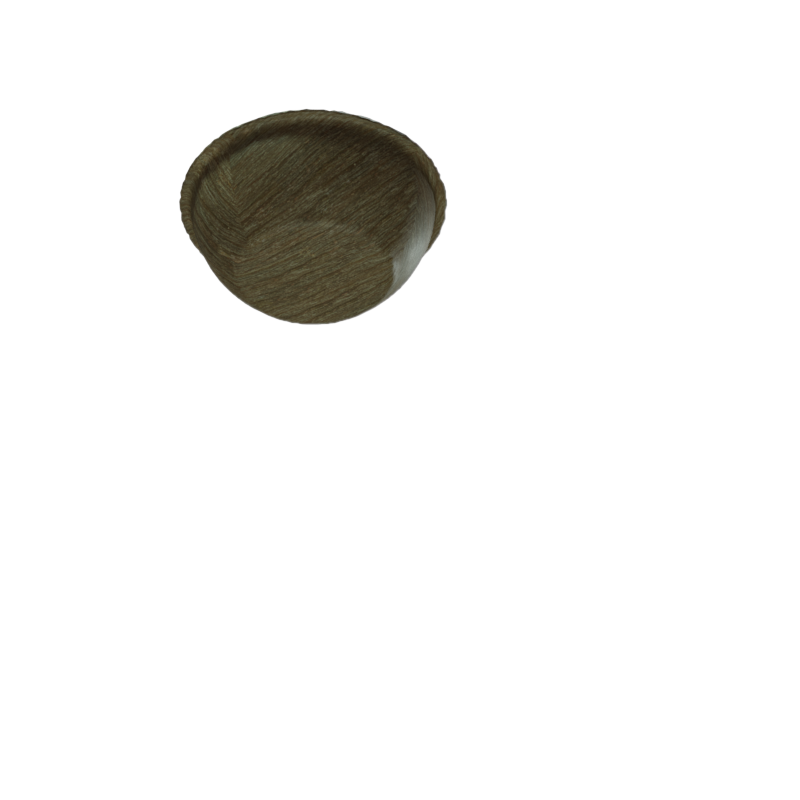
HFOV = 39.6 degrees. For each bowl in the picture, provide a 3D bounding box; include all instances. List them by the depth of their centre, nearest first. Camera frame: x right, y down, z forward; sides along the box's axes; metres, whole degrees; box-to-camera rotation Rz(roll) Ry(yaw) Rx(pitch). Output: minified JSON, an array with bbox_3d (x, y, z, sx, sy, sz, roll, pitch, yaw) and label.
[{"bbox_3d":[-0.051,-0.093,0.655,0.162,0.059,0.151,1,-37,-2],"label":"bowl"}]
